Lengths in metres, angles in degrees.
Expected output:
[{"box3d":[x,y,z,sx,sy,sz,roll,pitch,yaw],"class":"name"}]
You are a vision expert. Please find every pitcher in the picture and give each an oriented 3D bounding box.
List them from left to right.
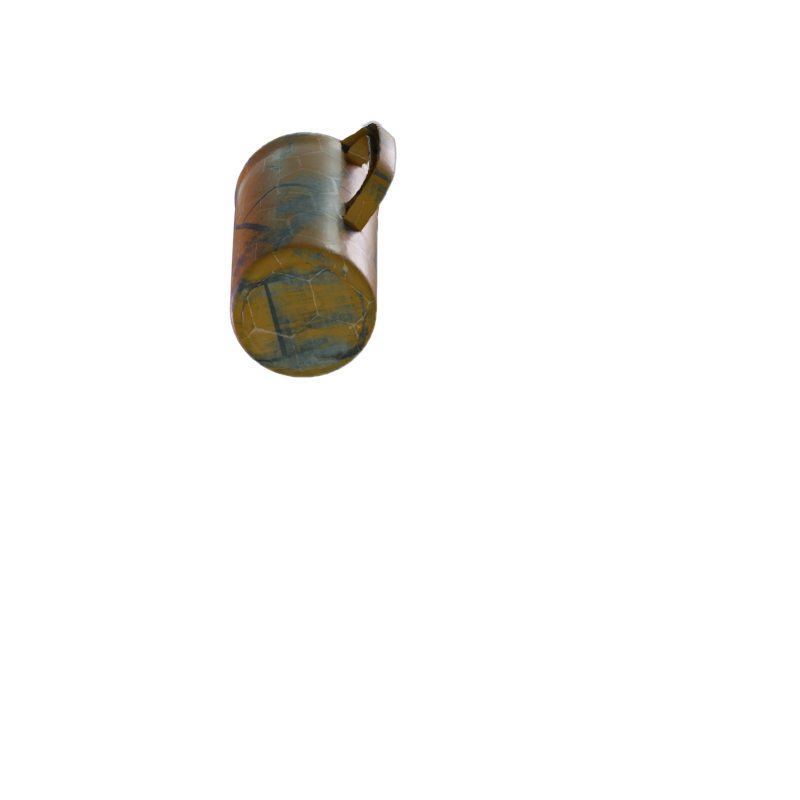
[{"box3d":[-0.071,-0.129,0.906,0.145,0.141,0.257,-3,28,-2],"class":"pitcher"}]
